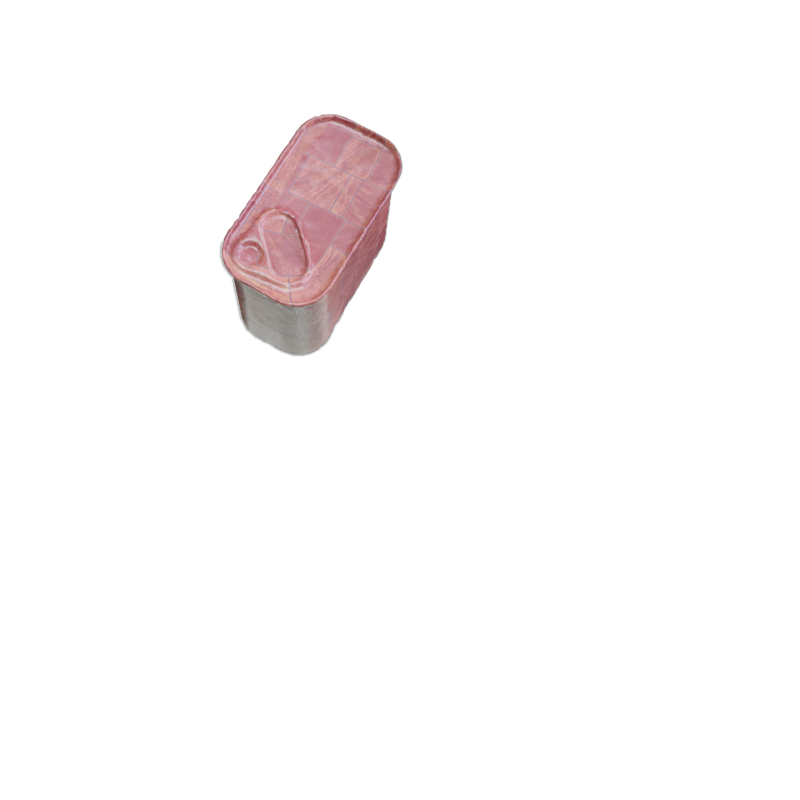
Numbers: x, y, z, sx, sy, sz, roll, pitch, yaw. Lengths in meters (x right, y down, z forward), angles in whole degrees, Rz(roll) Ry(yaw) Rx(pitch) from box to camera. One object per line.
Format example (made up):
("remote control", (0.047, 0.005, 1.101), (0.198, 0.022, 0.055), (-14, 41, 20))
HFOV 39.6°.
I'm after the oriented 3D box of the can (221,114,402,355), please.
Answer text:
("can", (-0.045, -0.081, 0.569), (0.059, 0.105, 0.080), (28, -19, 7))
